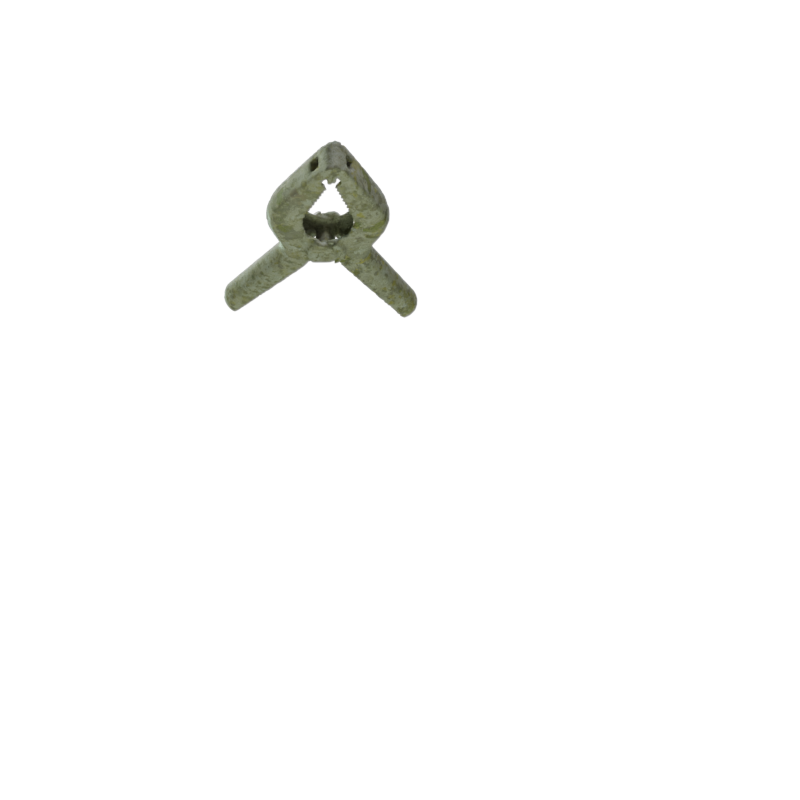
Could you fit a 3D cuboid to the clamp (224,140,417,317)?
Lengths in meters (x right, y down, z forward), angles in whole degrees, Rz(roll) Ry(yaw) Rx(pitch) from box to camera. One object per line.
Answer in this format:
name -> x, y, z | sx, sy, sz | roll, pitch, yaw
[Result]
clamp -> -0.069, -0.126, 0.885 | 0.165, 0.039, 0.196 | -1, -31, 2
